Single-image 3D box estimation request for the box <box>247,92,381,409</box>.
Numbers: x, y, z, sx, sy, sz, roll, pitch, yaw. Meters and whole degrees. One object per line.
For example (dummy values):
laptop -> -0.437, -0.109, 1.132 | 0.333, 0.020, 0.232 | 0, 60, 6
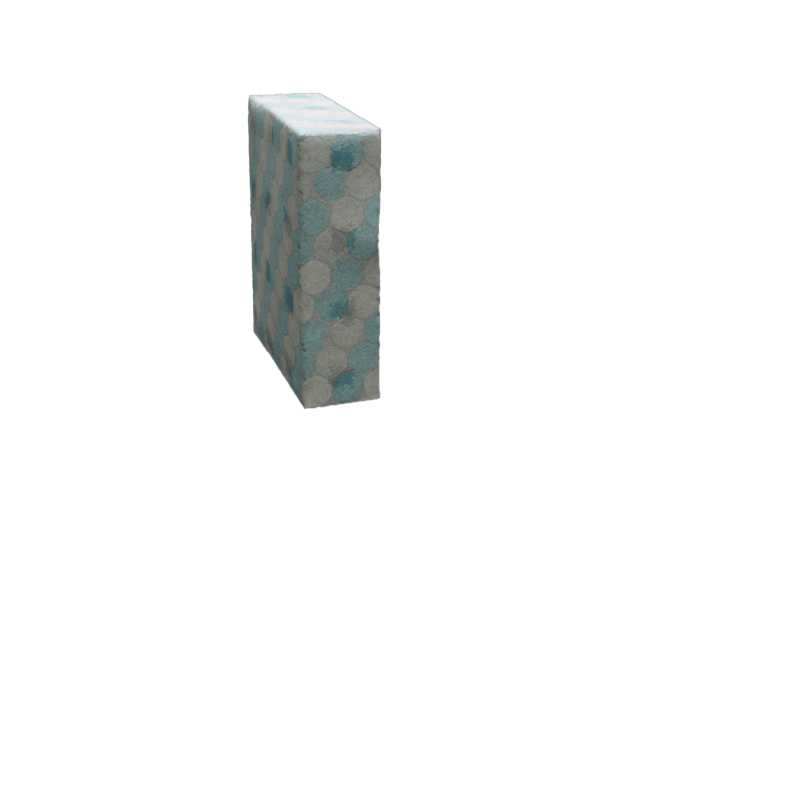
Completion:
box -> -0.069, -0.126, 0.880 | 0.070, 0.205, 0.175 | -5, 21, -18
